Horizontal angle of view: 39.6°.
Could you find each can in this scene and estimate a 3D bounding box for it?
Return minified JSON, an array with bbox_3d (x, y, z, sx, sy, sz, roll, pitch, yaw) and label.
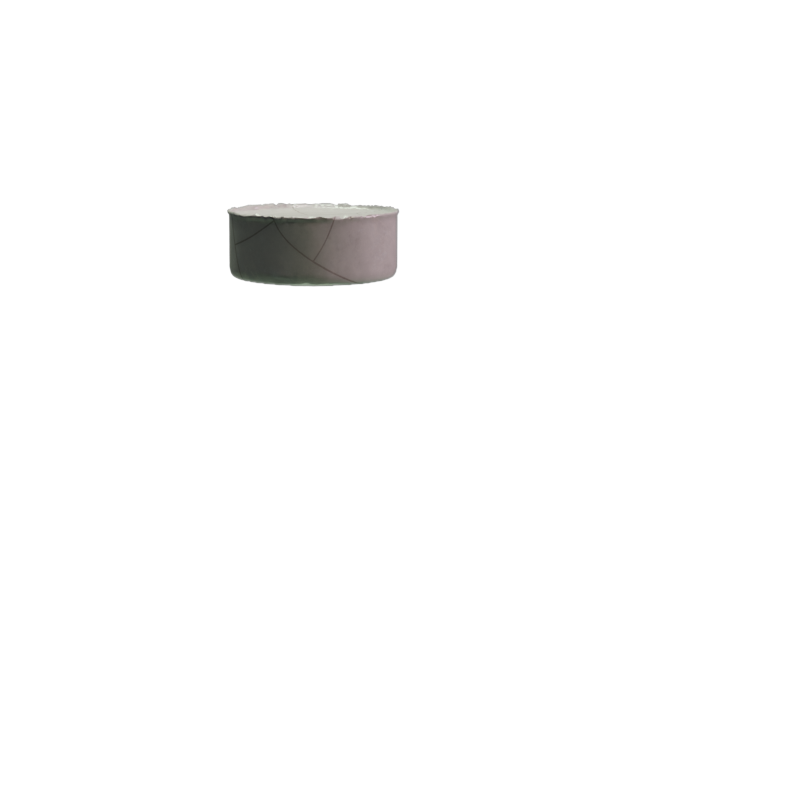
[{"bbox_3d":[-0.044,-0.079,0.556,0.086,0.033,0.088,0,13,-2],"label":"can"}]
